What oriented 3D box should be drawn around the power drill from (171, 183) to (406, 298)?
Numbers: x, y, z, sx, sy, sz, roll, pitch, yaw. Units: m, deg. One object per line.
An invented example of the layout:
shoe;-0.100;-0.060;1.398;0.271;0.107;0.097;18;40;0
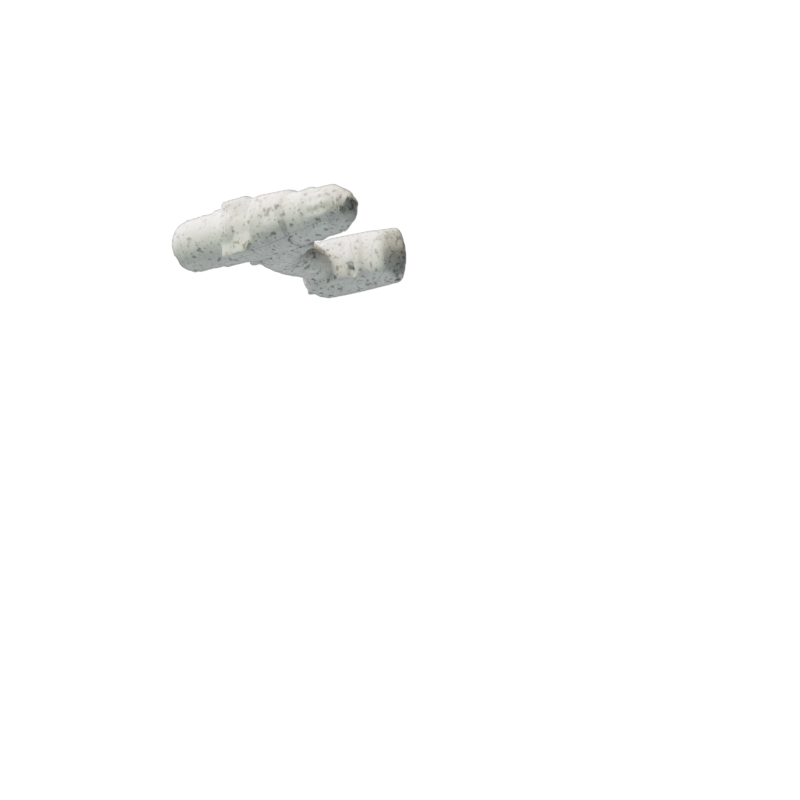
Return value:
power drill;-0.076;-0.138;0.964;0.189;0.059;0.177;-6;-10;35
